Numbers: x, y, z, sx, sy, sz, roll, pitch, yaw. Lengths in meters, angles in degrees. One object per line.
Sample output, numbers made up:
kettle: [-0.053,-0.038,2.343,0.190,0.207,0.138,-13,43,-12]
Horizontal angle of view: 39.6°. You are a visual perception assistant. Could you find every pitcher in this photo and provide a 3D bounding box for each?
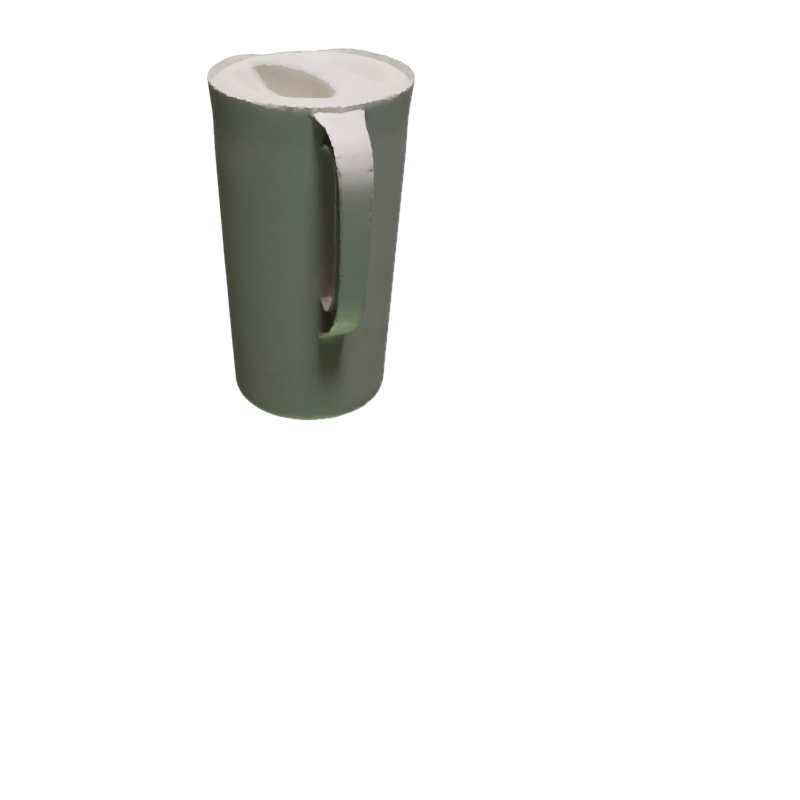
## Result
pitcher: [-0.059,-0.107,0.750,0.151,0.230,0.152,14,30,23]
